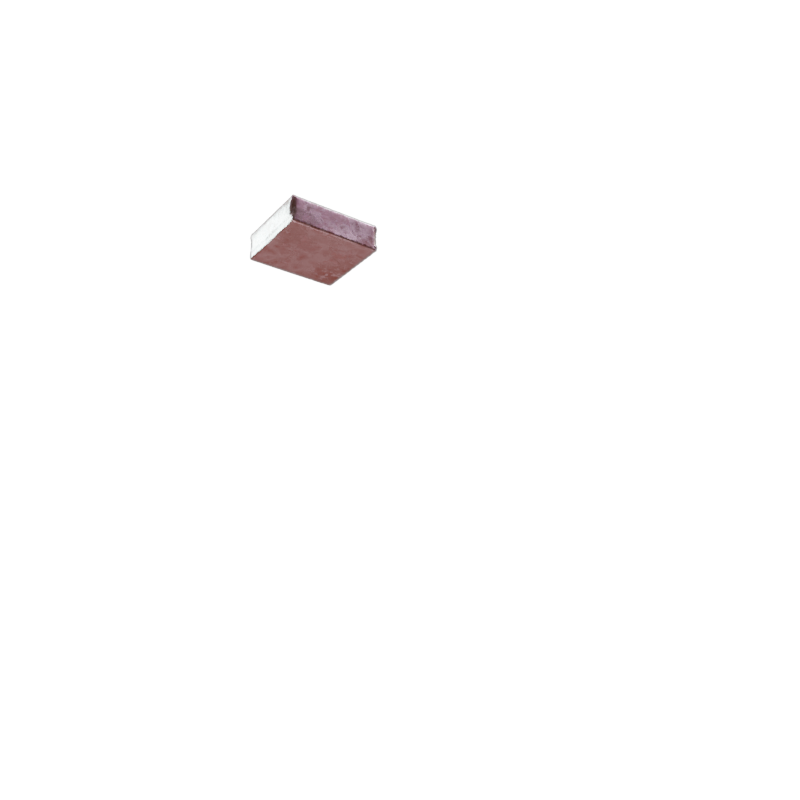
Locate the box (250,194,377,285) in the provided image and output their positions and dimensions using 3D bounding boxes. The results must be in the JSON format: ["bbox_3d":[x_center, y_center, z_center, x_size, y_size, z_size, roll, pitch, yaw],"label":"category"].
[{"bbox_3d":[-0.076,-0.139,0.973,0.085,0.032,0.072,17,-32,-29],"label":"box"}]
